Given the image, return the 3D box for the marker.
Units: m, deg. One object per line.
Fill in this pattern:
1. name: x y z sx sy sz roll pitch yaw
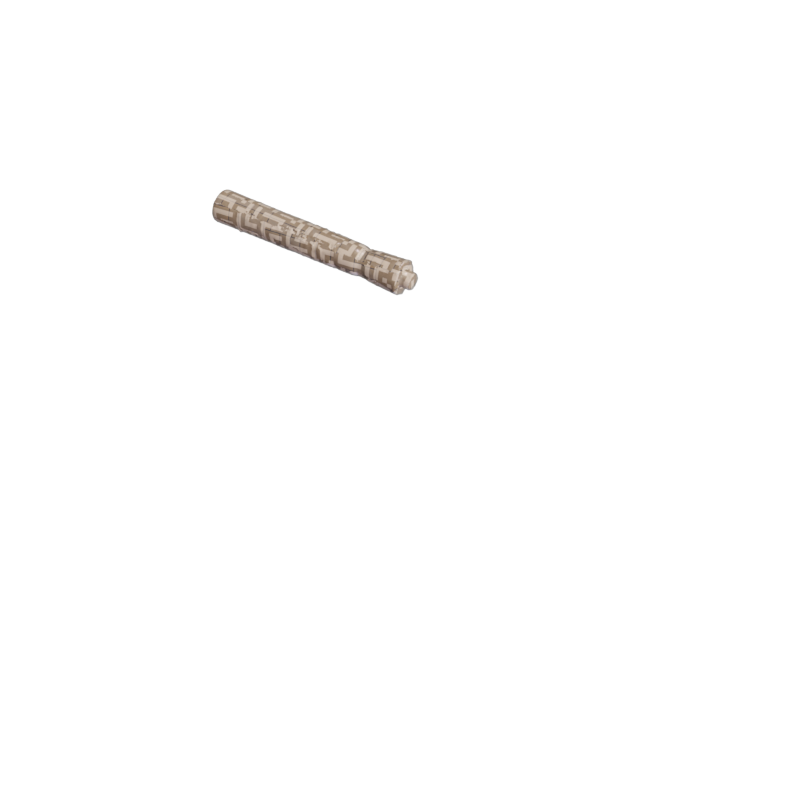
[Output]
1. marker: -0.045 -0.083 0.580 0.127 0.019 0.019 25 14 25
